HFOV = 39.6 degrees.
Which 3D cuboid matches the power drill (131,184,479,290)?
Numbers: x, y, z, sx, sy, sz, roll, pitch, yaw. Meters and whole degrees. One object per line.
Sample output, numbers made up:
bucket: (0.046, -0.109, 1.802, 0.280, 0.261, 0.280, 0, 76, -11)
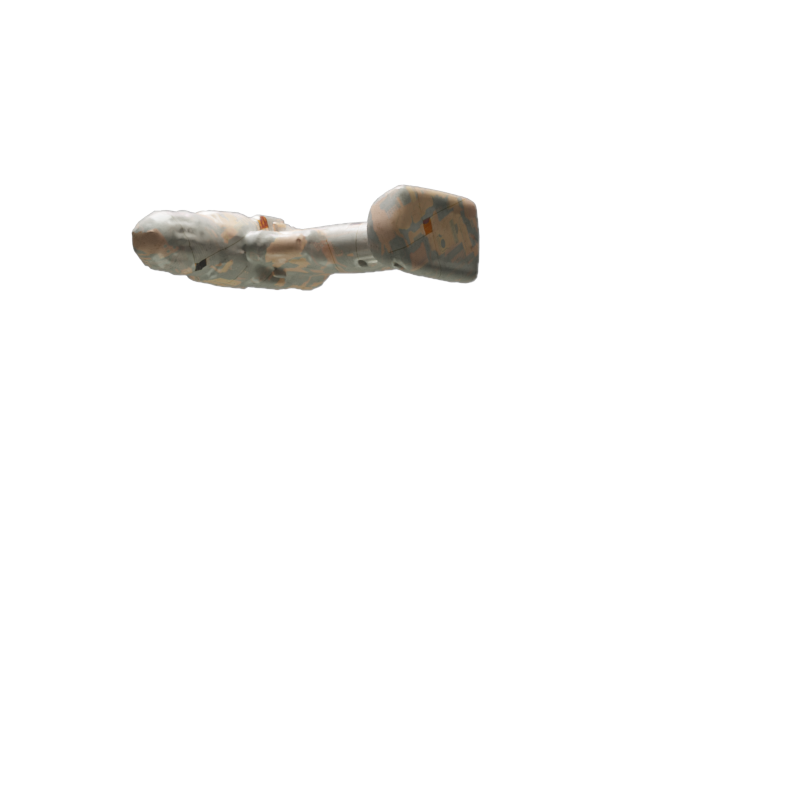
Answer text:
power drill: (-0.057, -0.105, 0.733, 0.194, 0.058, 0.177, 2, 3, 36)
